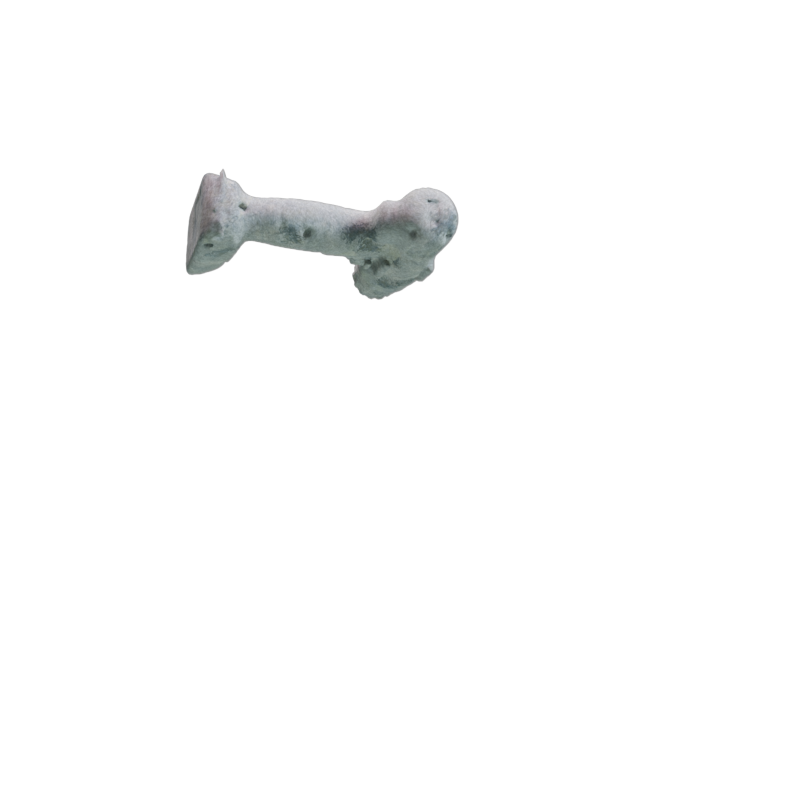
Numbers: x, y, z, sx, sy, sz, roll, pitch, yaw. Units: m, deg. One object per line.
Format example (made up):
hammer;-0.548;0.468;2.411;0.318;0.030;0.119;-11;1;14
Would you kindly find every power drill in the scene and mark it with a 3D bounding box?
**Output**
power drill;-0.066;-0.121;0.844;0.184;0.060;0.181;3;-13;-13
